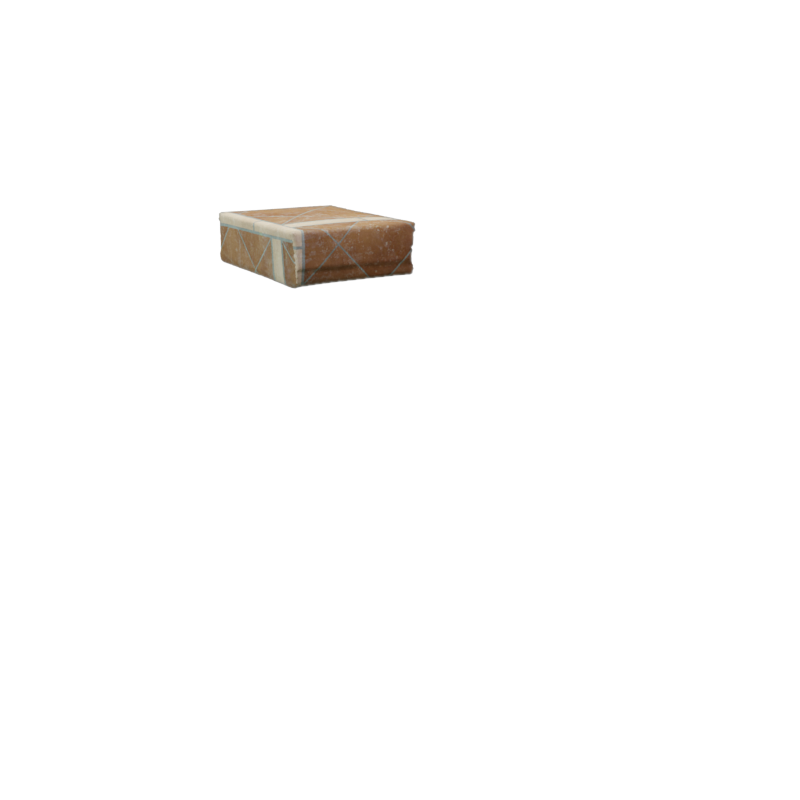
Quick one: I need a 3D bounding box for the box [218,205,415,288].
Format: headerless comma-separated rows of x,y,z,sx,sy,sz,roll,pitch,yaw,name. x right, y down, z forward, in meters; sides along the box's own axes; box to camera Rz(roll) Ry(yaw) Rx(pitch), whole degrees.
-0.058,-0.105,0.734,0.088,0.038,0.120,-10,20,-30,box
